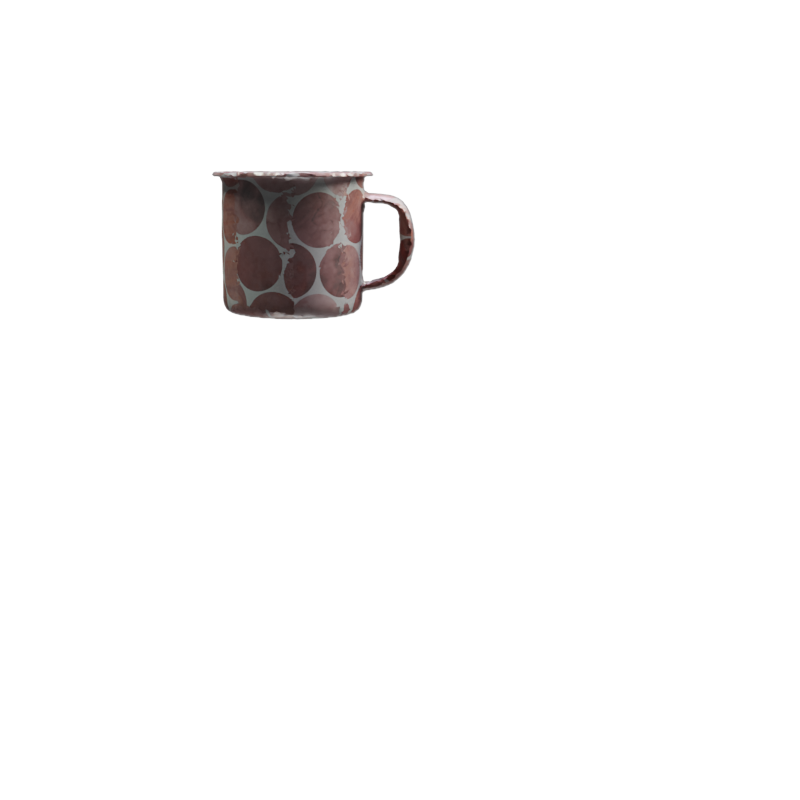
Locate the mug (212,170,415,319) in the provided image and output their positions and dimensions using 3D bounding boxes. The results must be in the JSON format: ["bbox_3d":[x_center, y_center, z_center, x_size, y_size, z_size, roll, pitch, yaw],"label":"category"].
[{"bbox_3d":[-0.050,-0.092,0.643,0.118,0.080,0.094,1,9,3],"label":"mug"}]
